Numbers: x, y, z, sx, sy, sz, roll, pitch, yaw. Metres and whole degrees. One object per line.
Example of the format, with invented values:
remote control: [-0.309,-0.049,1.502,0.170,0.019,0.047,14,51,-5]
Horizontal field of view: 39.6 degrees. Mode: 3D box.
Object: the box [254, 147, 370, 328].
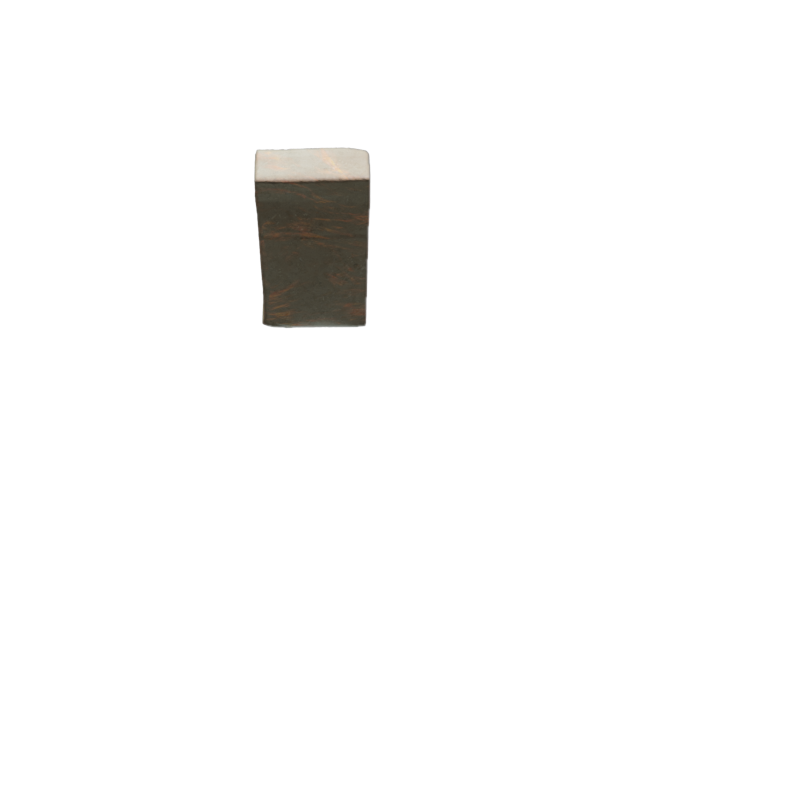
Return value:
box: [-0.073,-0.133,0.933,0.093,0.052,0.164,1,-44,-3]
